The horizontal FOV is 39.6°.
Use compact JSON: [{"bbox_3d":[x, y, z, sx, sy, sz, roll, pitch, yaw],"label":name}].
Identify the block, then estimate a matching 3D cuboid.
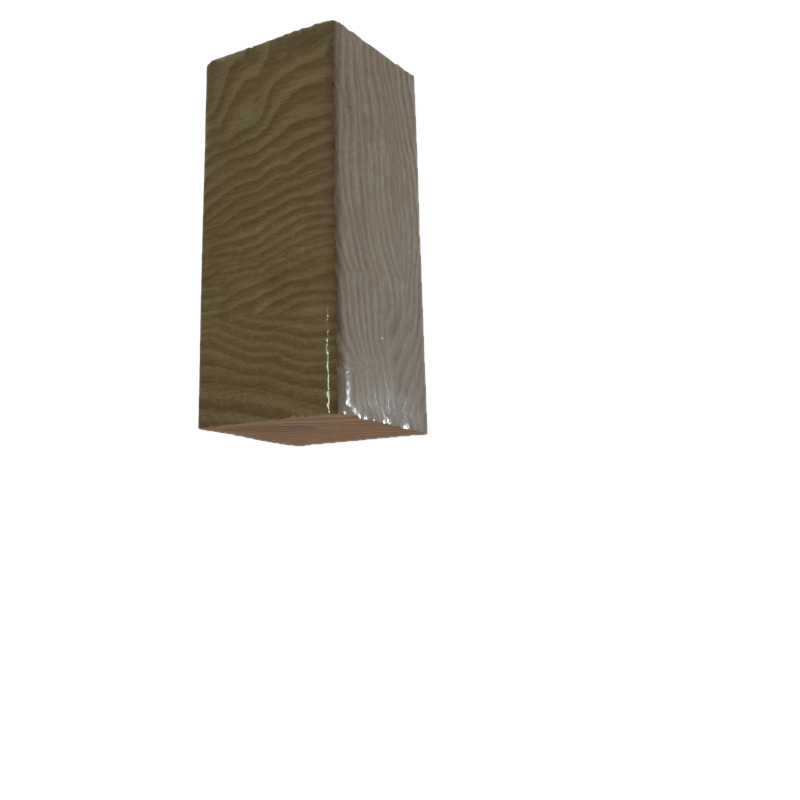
[{"bbox_3d":[-0.048,-0.086,0.603,0.093,0.214,0.085,-11,-19,32],"label":"block"}]
